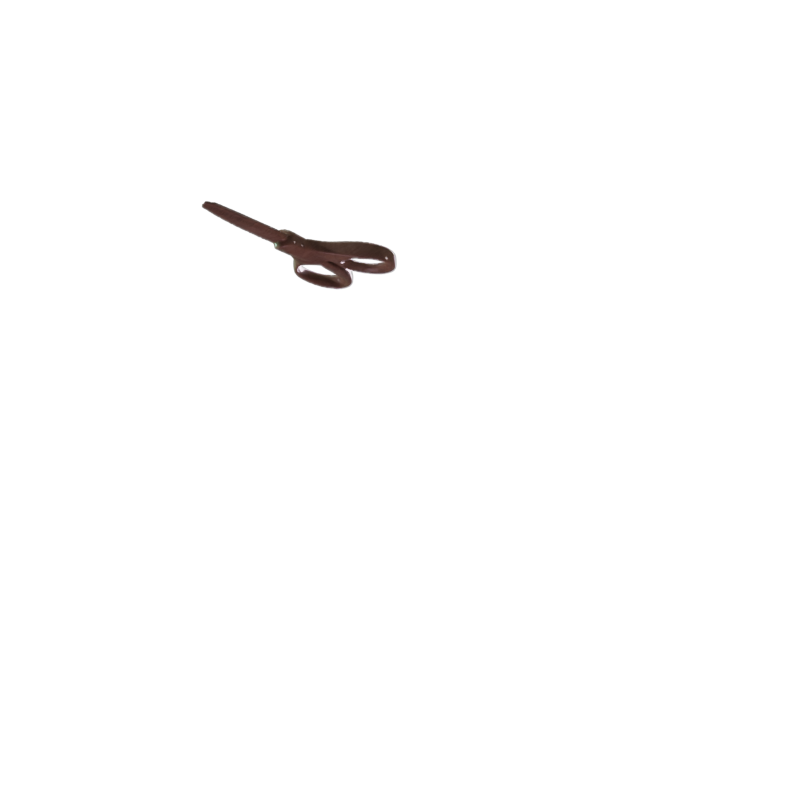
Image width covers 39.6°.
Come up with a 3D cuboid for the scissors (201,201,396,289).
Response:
[{"bbox_3d":[-0.068,-0.124,0.871,0.098,0.016,0.190,-4,-14,18],"label":"scissors"}]
